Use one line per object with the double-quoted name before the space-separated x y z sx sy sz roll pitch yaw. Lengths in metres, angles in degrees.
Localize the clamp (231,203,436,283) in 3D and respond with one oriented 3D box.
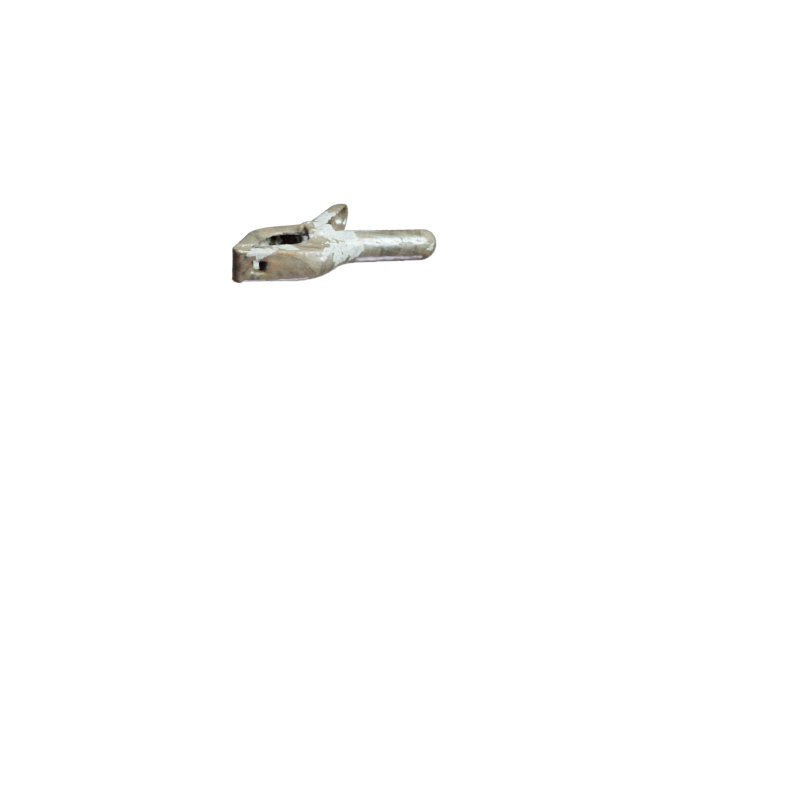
"clamp" -0.071 -0.129 0.901 0.167 0.038 0.127 -12 22 -32
